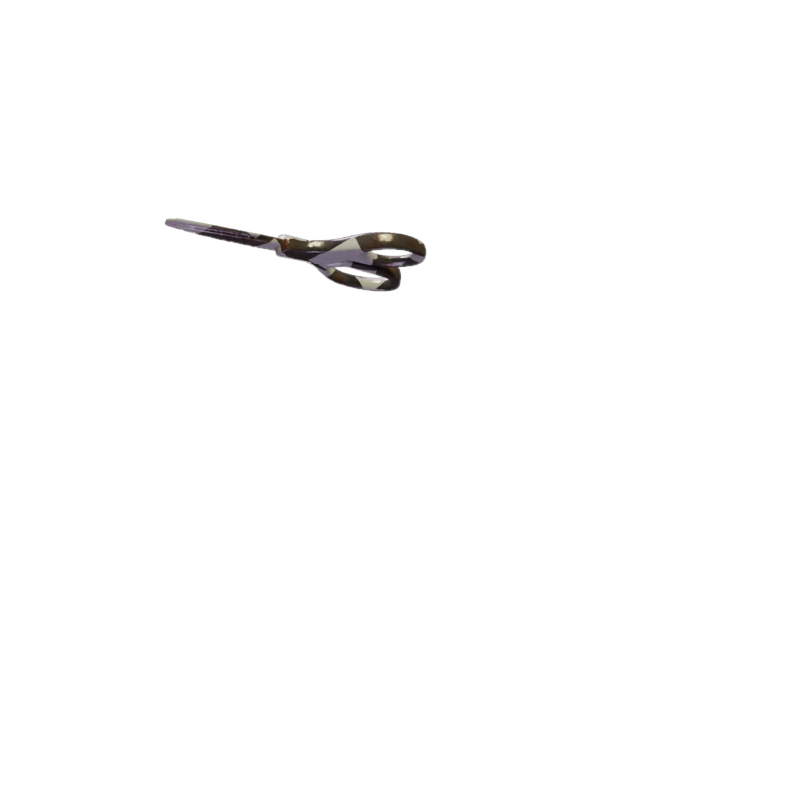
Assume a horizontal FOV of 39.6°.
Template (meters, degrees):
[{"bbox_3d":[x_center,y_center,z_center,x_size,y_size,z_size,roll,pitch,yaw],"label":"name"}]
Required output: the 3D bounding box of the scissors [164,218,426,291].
[{"bbox_3d":[-0.064,-0.117,0.819,0.190,0.017,0.097,16,-24,-40],"label":"scissors"}]
